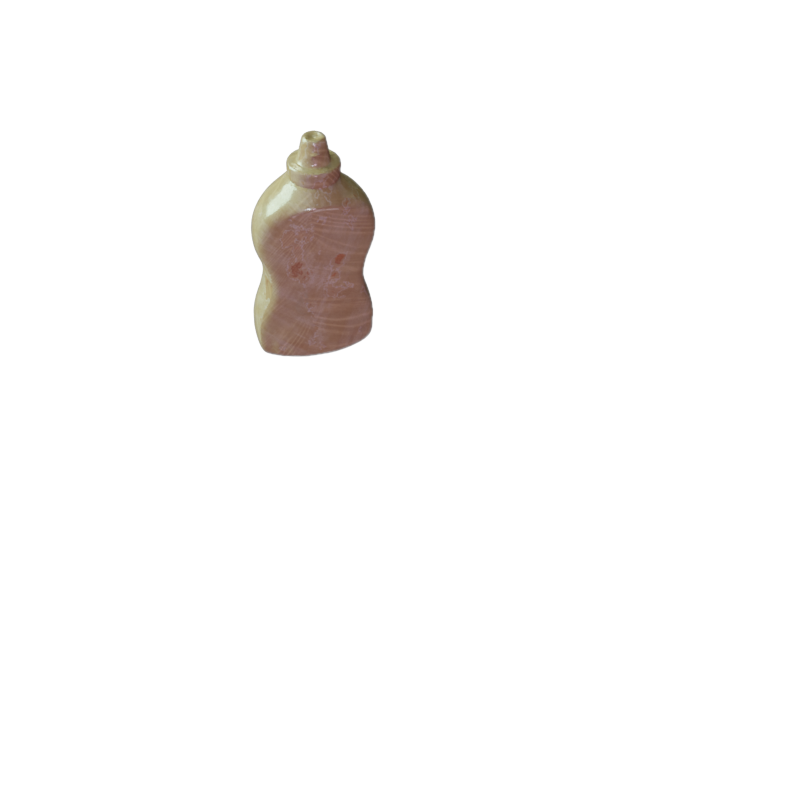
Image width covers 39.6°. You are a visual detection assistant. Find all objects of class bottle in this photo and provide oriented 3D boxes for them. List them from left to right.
[{"bbox_3d":[-0.068,-0.124,0.868,0.095,0.179,0.063,-7,39,-12],"label":"bottle"}]
